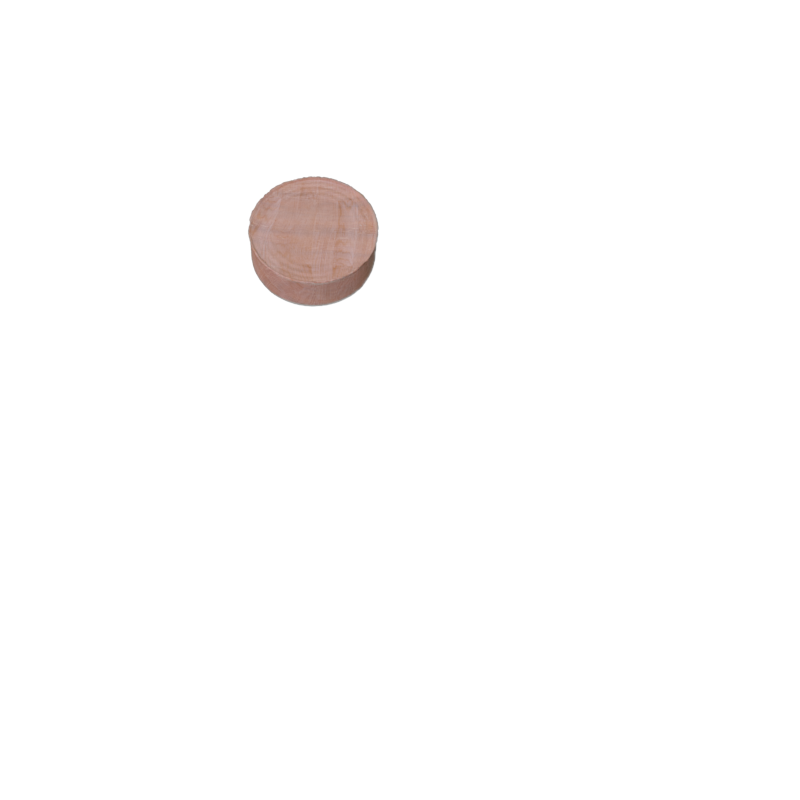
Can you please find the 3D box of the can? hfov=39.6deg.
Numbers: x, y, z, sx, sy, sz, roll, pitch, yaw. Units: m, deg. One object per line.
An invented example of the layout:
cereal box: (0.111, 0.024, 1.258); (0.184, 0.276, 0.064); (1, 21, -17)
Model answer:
can: (-0.058, -0.106, 0.741); (0.086, 0.092, 0.031); (-1, -32, -1)
